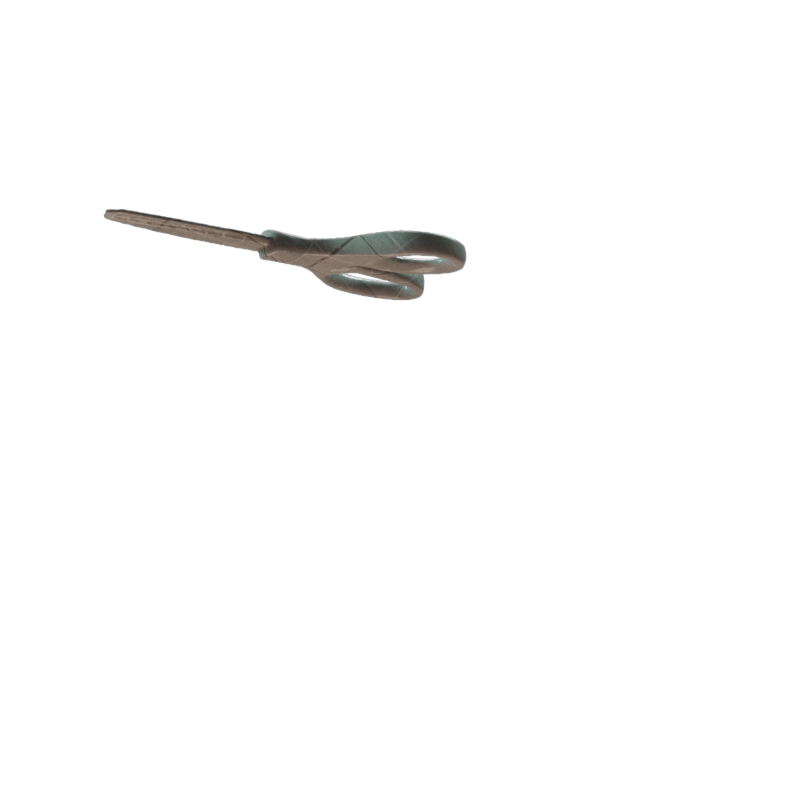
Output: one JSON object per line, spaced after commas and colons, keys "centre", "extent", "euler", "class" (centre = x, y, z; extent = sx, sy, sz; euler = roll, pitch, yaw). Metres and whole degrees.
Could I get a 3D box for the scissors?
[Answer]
{"centre": [-0.046, -0.083, 0.584], "extent": [0.098, 0.016, 0.190], "euler": [-11, -17, 42], "class": "scissors"}
